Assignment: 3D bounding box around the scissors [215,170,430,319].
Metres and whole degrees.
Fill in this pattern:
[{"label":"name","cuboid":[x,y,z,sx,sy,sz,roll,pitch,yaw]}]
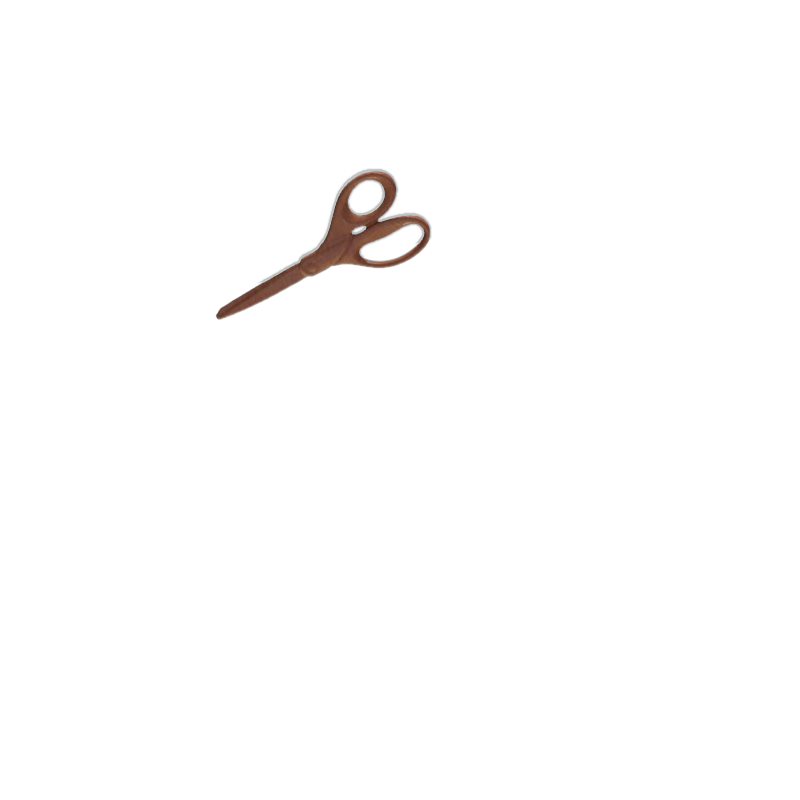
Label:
[{"label":"scissors","cuboid":[-0.075,-0.137,0.961,0.202,0.092,0.016,-14,16,4]}]
